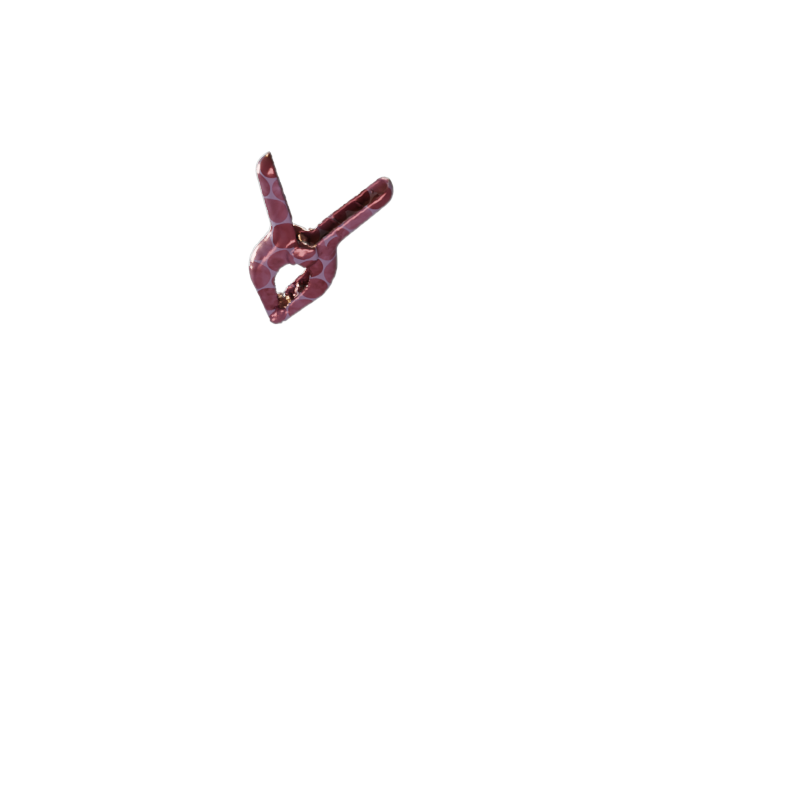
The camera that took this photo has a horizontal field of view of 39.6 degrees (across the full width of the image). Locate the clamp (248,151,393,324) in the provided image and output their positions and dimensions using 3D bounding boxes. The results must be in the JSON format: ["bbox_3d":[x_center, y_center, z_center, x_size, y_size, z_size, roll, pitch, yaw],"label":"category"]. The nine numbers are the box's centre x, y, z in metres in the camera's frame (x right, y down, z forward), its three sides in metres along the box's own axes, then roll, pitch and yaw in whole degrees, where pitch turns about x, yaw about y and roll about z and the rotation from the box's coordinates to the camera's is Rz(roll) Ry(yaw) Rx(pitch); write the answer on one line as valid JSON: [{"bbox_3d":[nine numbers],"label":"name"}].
[{"bbox_3d":[-0.076,-0.139,0.974,0.119,0.162,0.042,8,40,-8],"label":"clamp"}]
